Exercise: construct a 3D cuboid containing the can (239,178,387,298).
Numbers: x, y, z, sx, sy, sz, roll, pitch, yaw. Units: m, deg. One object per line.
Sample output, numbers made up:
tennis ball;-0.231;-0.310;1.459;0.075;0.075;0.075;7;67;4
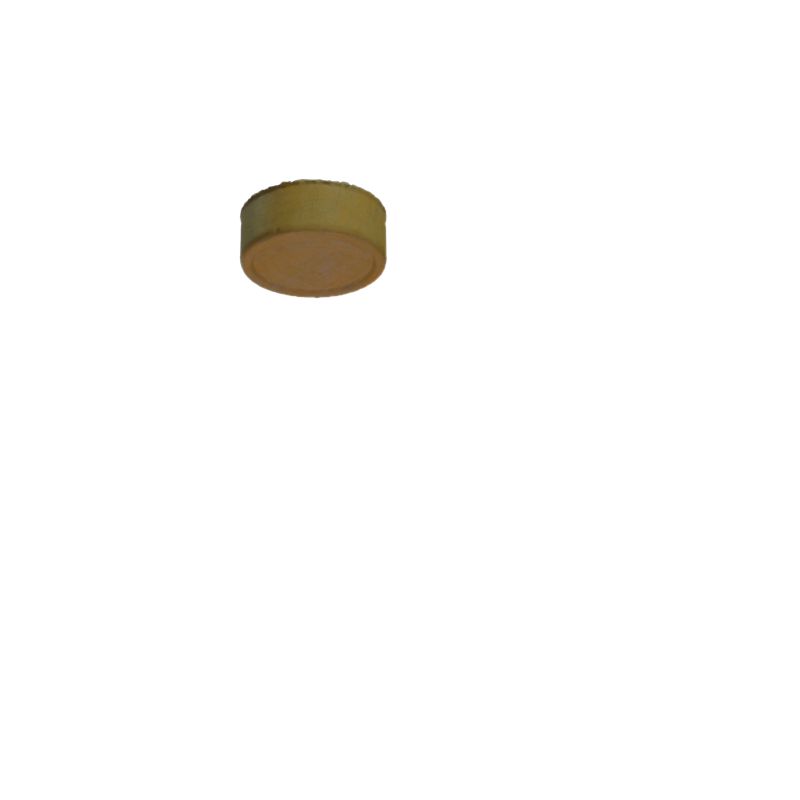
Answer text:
can;-0.050;-0.091;0.641;0.086;0.035;0.081;1;-23;-2
